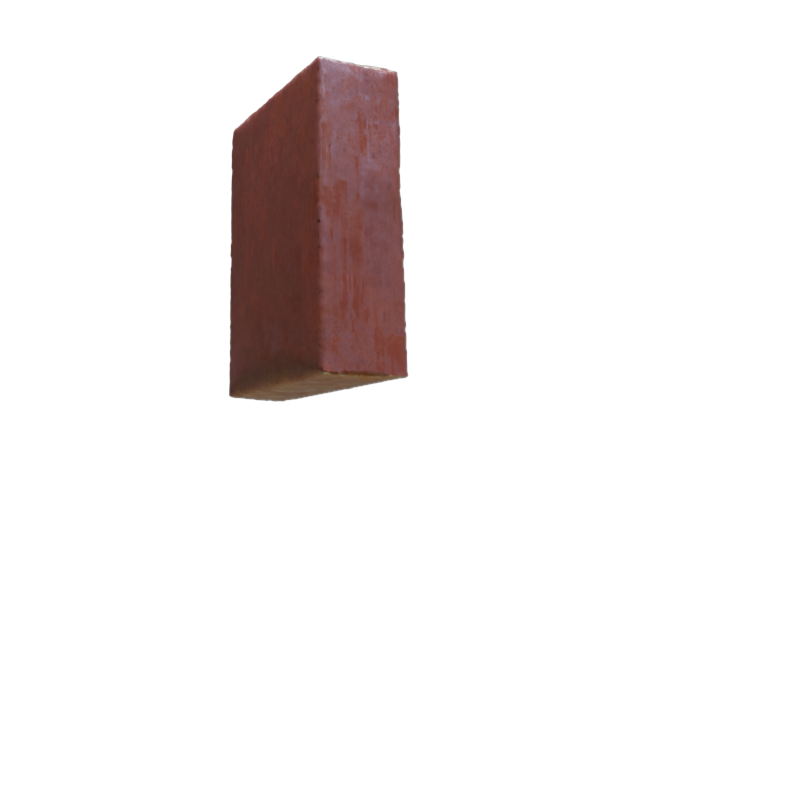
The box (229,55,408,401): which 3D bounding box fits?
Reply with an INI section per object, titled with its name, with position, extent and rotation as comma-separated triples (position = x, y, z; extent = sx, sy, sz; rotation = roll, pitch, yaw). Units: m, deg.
[box]
position = -0.062, -0.113, 0.793
extent = 0.069, 0.221, 0.165
rotation = 6, -13, -28
